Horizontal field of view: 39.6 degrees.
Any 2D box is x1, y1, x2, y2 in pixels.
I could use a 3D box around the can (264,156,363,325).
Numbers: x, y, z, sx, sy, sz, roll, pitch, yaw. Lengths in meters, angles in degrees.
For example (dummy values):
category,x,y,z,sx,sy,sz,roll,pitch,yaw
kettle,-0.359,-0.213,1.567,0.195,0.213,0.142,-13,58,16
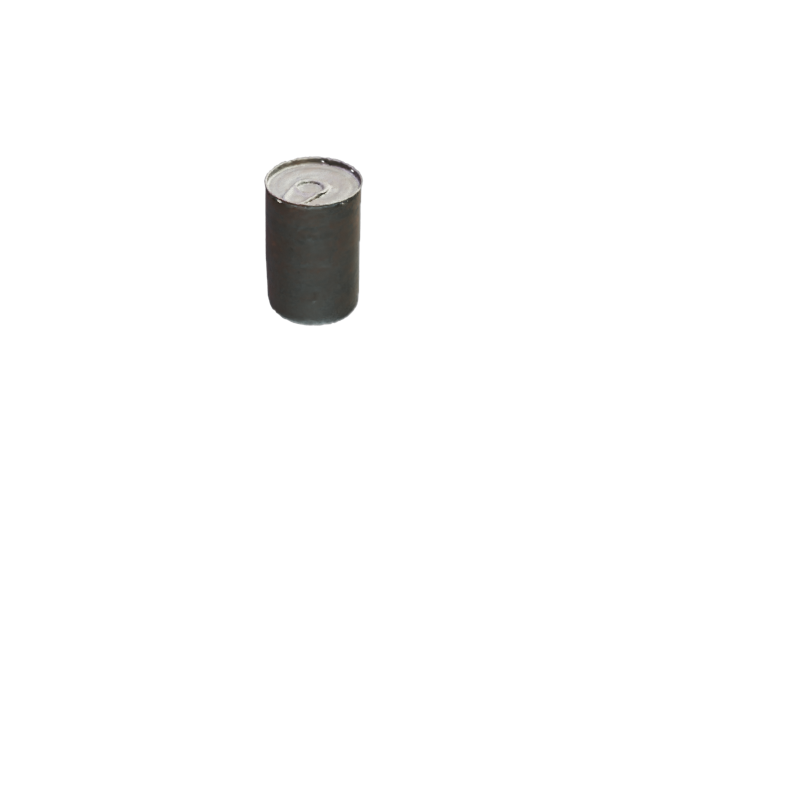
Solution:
category,x,y,z,sx,sy,sz,roll,pitch,yaw
can,-0.062,-0.113,0.789,0.068,0.096,0.073,0,36,-3
